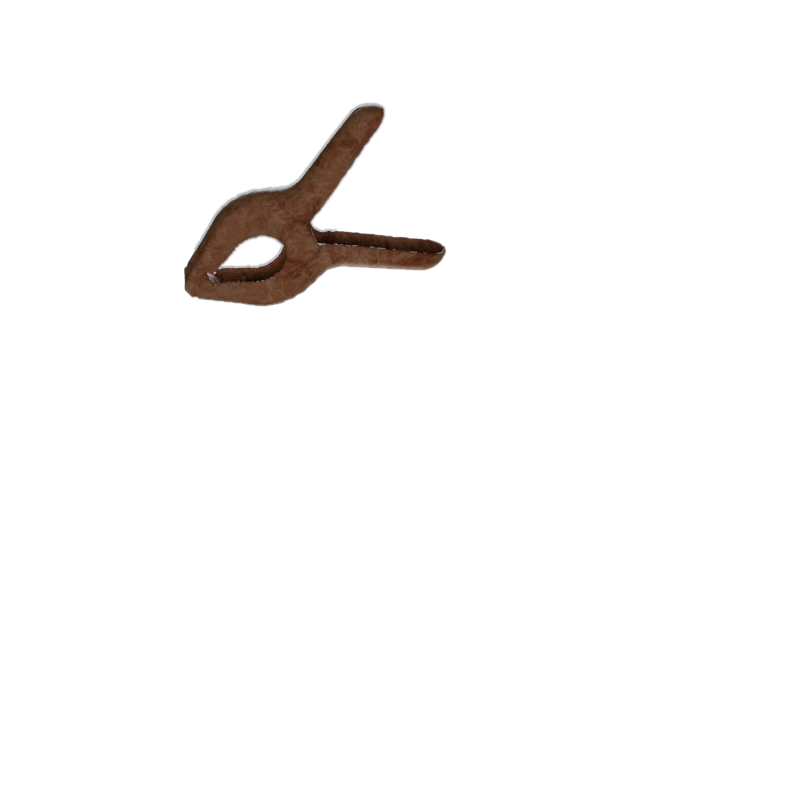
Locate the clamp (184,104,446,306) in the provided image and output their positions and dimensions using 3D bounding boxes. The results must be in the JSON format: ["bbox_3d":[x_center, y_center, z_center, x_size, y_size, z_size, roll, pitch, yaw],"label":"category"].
[{"bbox_3d":[-0.057,-0.104,0.727,0.171,0.115,0.041,-30,18,11],"label":"clamp"}]
